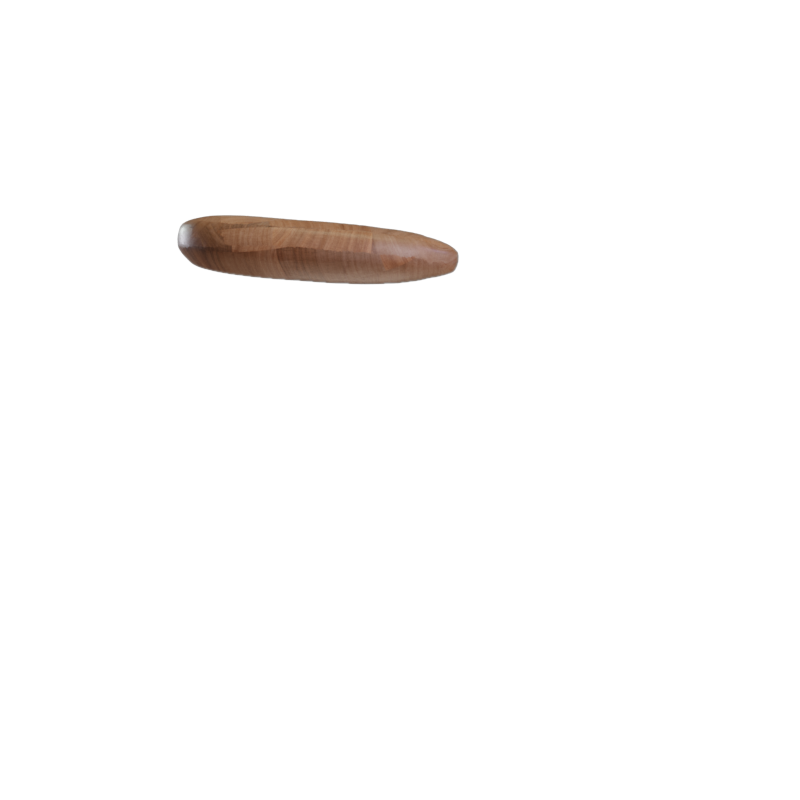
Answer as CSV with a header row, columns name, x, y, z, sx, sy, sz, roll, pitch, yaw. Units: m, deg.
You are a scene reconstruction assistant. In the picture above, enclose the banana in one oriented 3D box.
name,x,y,z,sx,sy,sz,roll,pitch,yaw
banana,-0.066,-0.096,0.688,0.205,0.036,0.069,9,18,26
